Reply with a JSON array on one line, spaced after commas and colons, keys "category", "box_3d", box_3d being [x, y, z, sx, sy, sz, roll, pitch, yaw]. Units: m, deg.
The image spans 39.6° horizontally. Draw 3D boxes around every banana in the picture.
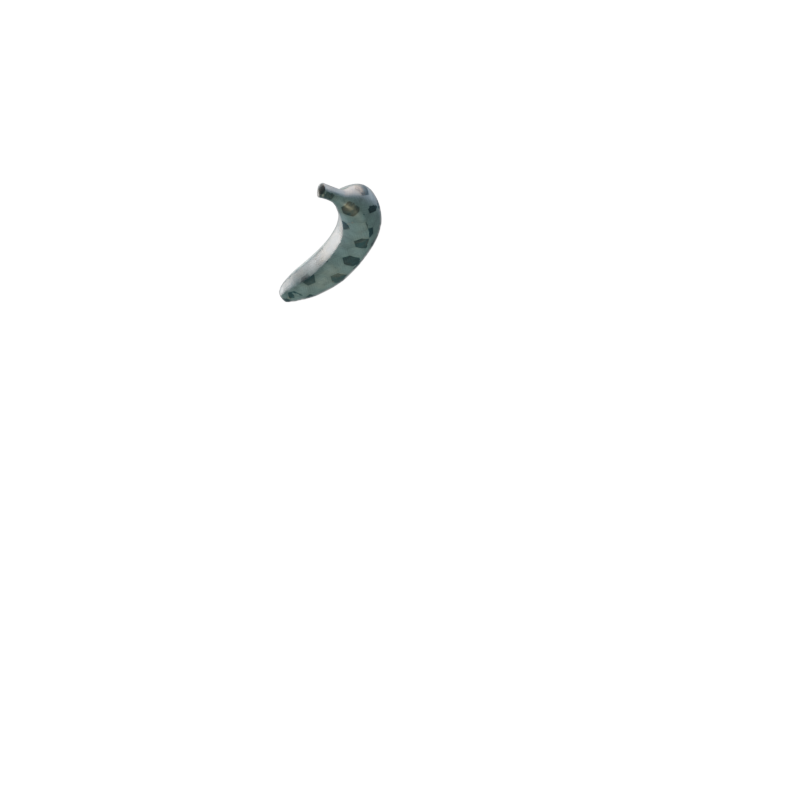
[{"category": "banana", "box_3d": [-0.058, -0.140, 0.979, 0.068, 0.039, 0.189, 6, -26, -13]}]
